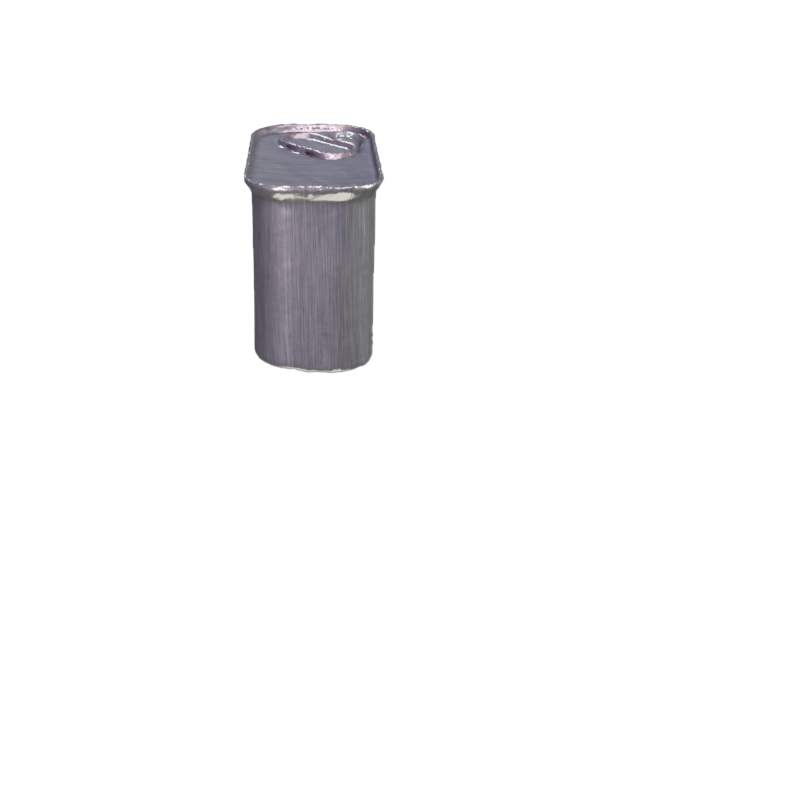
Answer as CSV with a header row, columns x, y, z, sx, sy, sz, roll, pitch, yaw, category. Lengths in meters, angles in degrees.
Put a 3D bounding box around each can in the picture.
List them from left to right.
x,y,z,sx,sy,sz,roll,pitch,yaw,category
-0.039,-0.071,0.496,0.057,0.080,0.108,0,25,-4,can
